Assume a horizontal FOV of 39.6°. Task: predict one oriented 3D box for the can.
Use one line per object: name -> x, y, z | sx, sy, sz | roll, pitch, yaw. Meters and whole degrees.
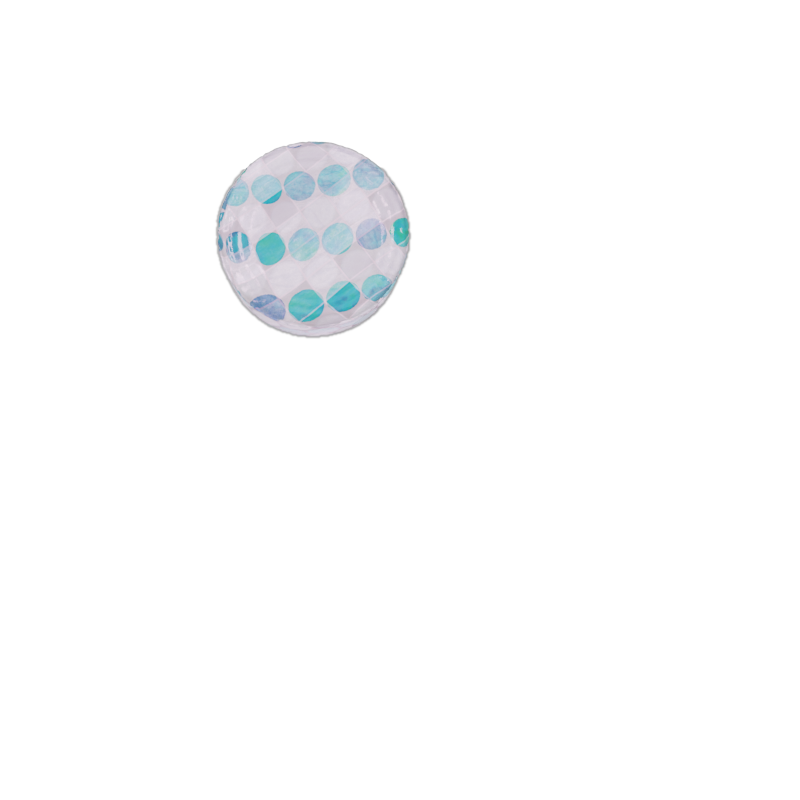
can -> -0.040, -0.072, 0.507 | 0.086, 0.089, 0.032 | 0, -13, -1
